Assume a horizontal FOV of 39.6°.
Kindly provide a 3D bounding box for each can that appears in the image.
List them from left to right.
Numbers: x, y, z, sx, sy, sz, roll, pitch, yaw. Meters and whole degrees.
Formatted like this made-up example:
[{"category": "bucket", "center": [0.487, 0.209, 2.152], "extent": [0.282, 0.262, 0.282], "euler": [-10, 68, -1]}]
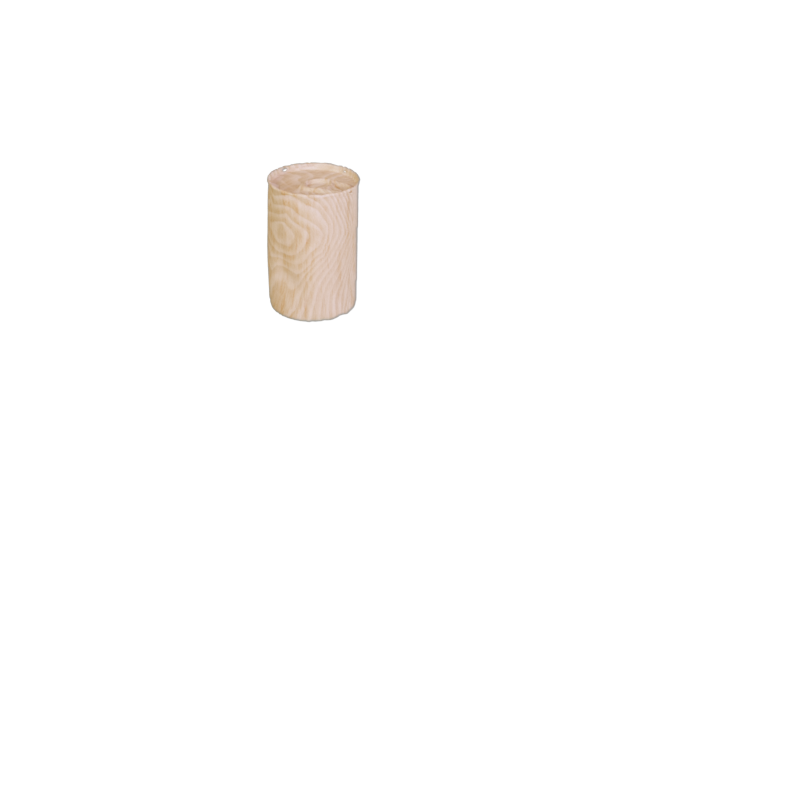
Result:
[{"category": "can", "center": [-0.065, -0.118, 0.826], "extent": [0.068, 0.097, 0.072], "euler": [0, 27, -2]}]
